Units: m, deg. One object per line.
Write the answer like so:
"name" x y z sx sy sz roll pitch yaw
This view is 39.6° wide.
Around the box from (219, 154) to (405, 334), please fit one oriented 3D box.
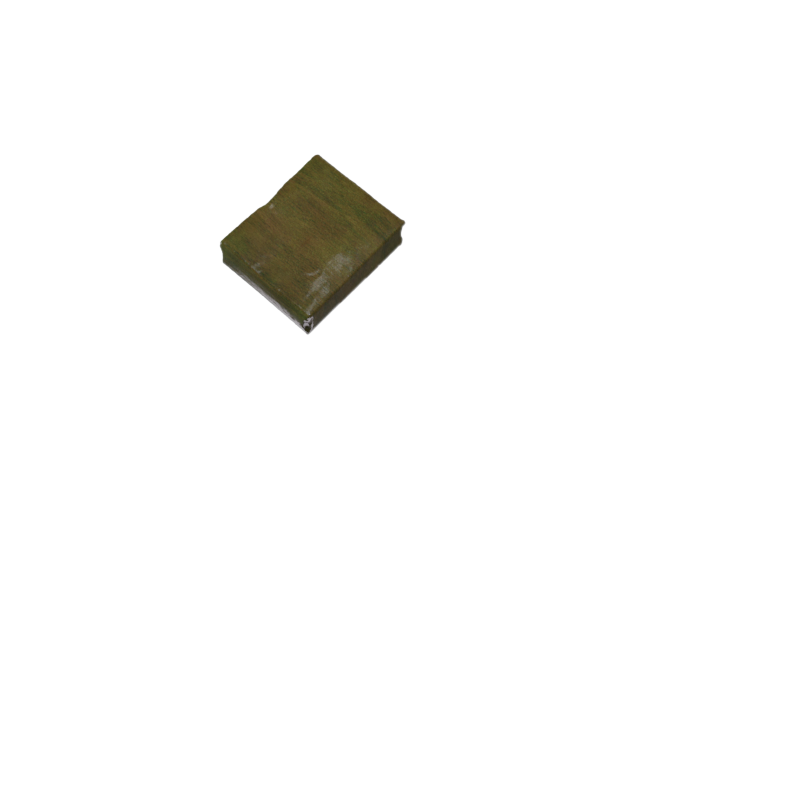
"box" -0.052 -0.096 0.671 0.076 0.090 0.028 39 -20 17
